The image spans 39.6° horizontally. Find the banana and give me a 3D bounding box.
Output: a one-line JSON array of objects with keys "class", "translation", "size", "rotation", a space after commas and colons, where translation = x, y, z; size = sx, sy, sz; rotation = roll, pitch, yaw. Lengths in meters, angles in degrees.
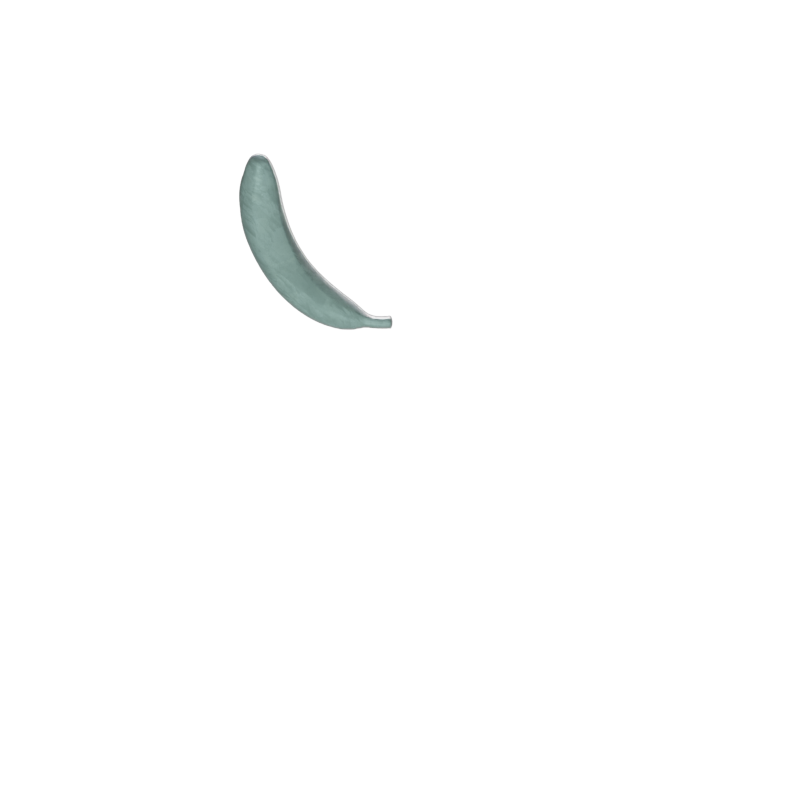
[{"class": "banana", "translation": [-0.085, -0.120, 0.924], "size": [0.069, 0.185, 0.039], "rotation": [-29, 31, 19]}]
